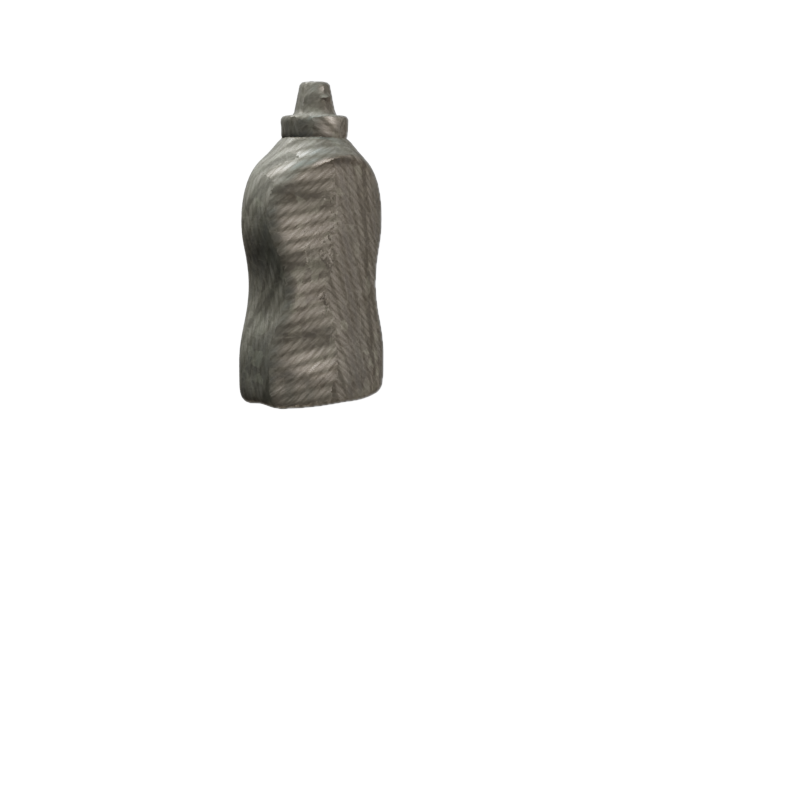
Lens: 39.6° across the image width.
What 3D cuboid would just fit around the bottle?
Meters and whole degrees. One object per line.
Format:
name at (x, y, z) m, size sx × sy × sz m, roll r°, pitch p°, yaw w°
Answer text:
bottle at (-0.052, -0.096, 0.671) m, size 0.093 × 0.191 × 0.061 m, roll -3°, pitch 4°, yaw -43°
